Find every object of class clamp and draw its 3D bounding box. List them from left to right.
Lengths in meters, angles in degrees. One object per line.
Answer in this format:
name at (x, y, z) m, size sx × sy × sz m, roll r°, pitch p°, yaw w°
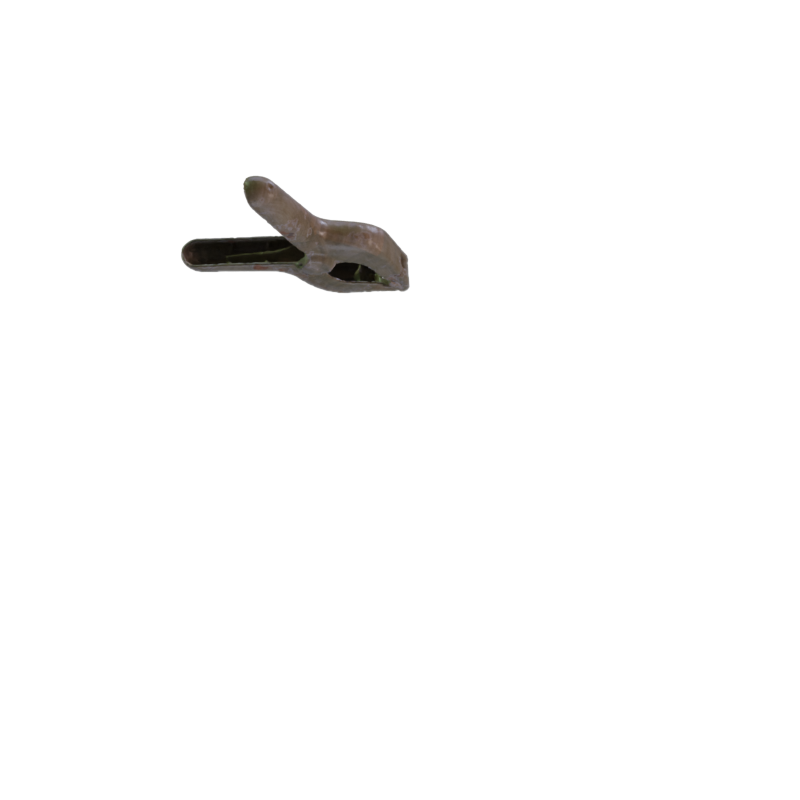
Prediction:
clamp at (-0.063, -0.115, 0.806) m, size 0.166 × 0.041 × 0.118 m, roll 6°, pitch -18°, yaw -21°
